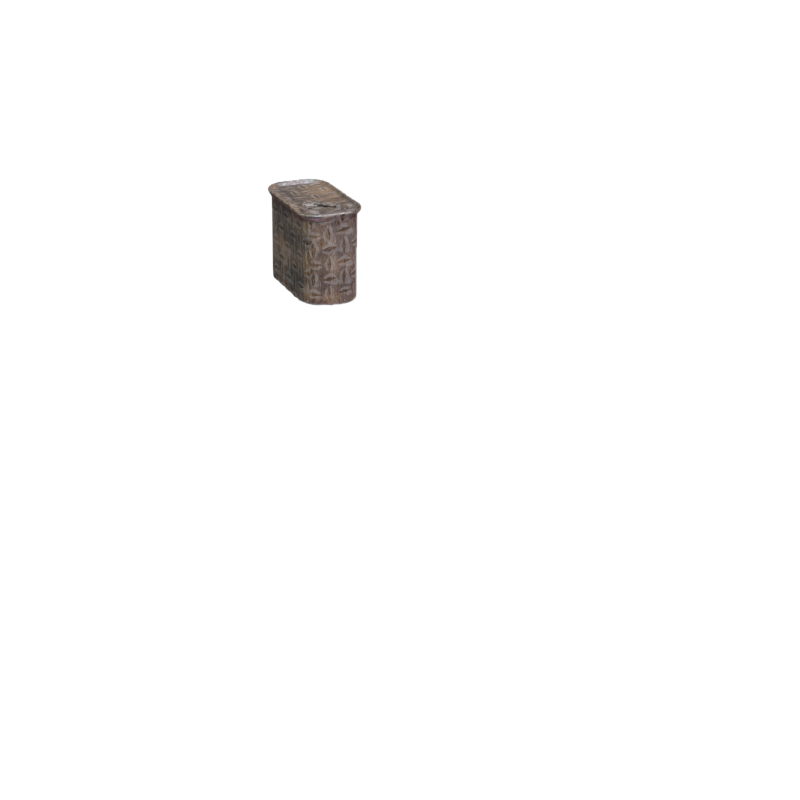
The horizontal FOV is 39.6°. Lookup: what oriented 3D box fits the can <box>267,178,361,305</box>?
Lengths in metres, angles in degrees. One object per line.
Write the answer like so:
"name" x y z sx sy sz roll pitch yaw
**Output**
"can" -0.075 -0.137 0.963 0.056 0.080 0.109 -9 26 -23
